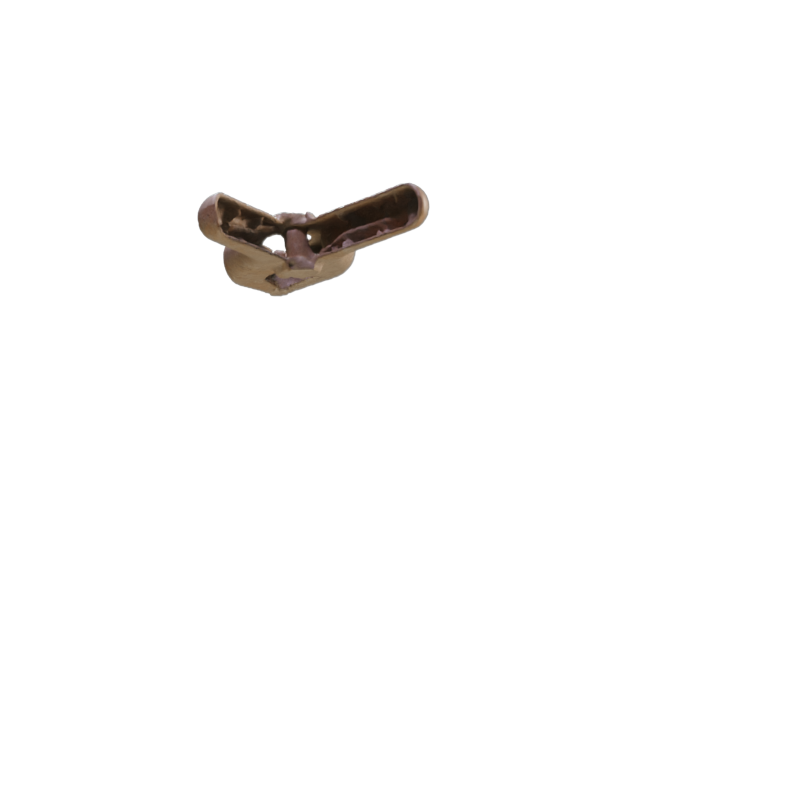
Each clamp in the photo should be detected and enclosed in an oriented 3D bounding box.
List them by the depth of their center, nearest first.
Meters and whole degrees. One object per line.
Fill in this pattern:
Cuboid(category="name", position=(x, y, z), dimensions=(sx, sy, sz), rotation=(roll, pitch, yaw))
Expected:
Cuboid(category="clamp", position=(-0.050, -0.091, 0.637), dimensions=(0.120, 0.040, 0.169), rotation=(0, -4, -4))
